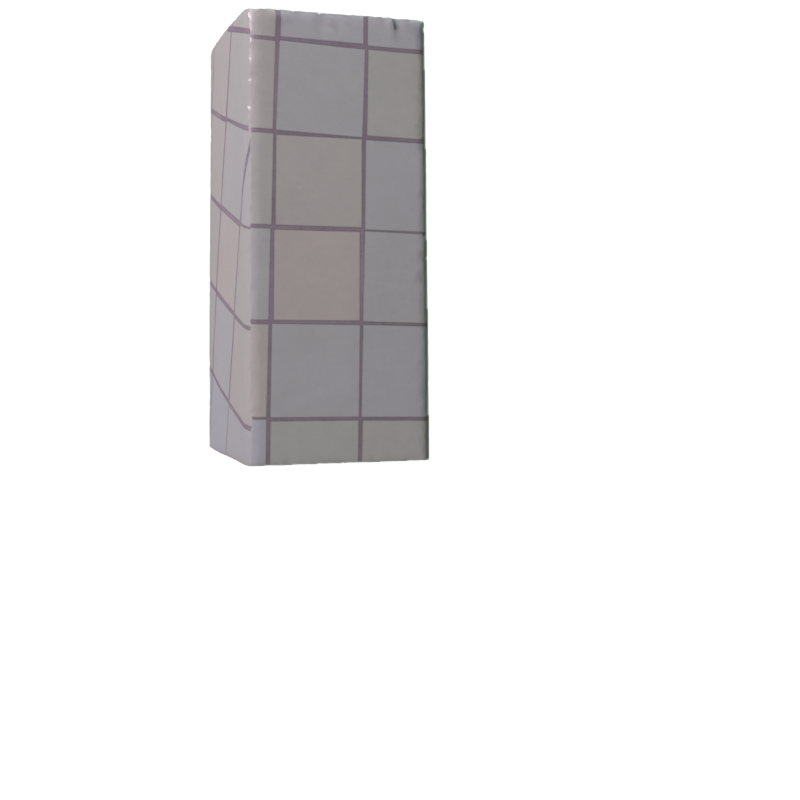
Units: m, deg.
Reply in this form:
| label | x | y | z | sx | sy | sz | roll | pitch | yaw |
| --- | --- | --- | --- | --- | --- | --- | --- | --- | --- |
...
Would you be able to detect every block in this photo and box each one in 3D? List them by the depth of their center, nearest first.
| label | x | y | z | sx | sy | sz | roll | pitch | yaw |
| --- | --- | --- | --- | --- | --- | --- | --- | --- | --- |
| block | -0.043 | -0.078 | 0.547 | 0.089 | 0.208 | 0.091 | 1 | -3 | -18 |
